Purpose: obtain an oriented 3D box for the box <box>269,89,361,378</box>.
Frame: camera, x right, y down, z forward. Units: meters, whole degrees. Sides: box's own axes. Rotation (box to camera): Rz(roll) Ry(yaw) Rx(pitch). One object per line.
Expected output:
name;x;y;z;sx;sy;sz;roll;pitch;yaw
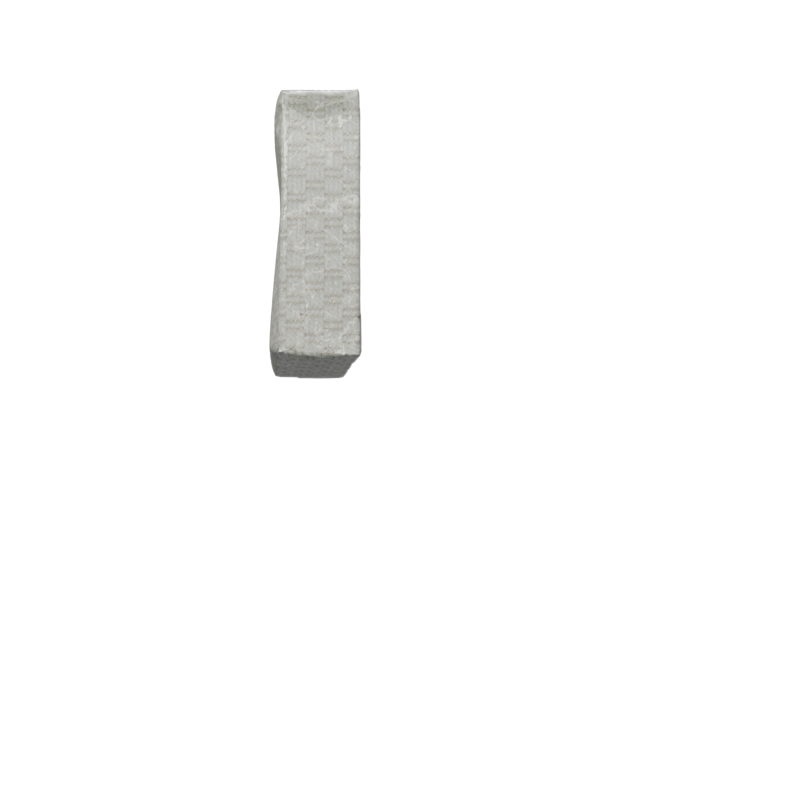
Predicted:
box;-0.072;-0.132;0.925;0.071;0.220;0.161;0;-9;-6
